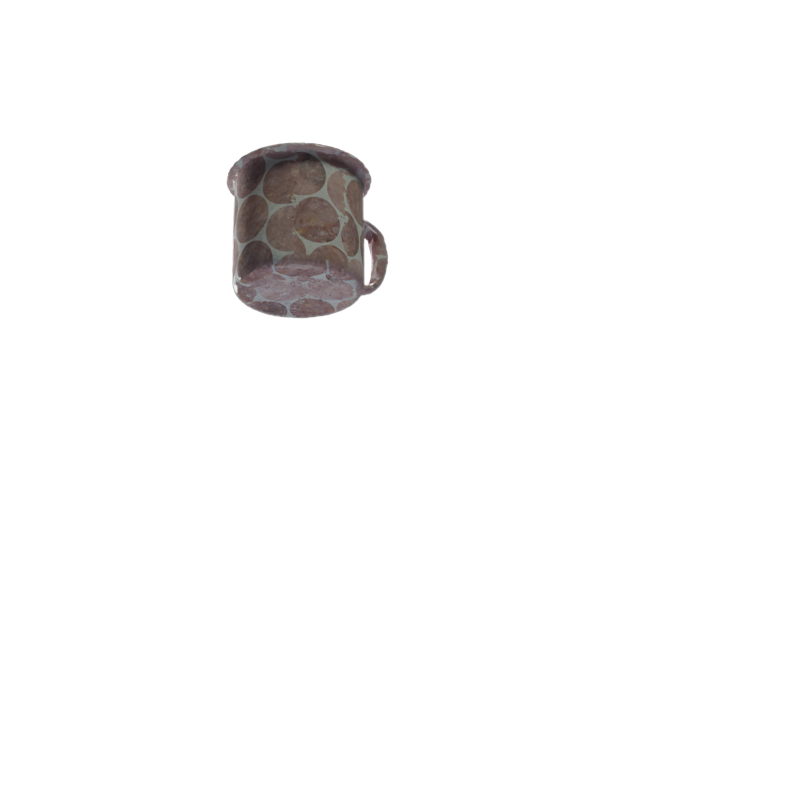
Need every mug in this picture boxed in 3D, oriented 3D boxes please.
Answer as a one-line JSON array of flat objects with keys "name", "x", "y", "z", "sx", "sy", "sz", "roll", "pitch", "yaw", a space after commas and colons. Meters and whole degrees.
[{"name": "mug", "x": -0.055, "y": -0.100, "z": 0.702, "sx": 0.110, "sy": 0.086, "sz": 0.094, "roll": 19, "pitch": -30, "yaw": -38}]
